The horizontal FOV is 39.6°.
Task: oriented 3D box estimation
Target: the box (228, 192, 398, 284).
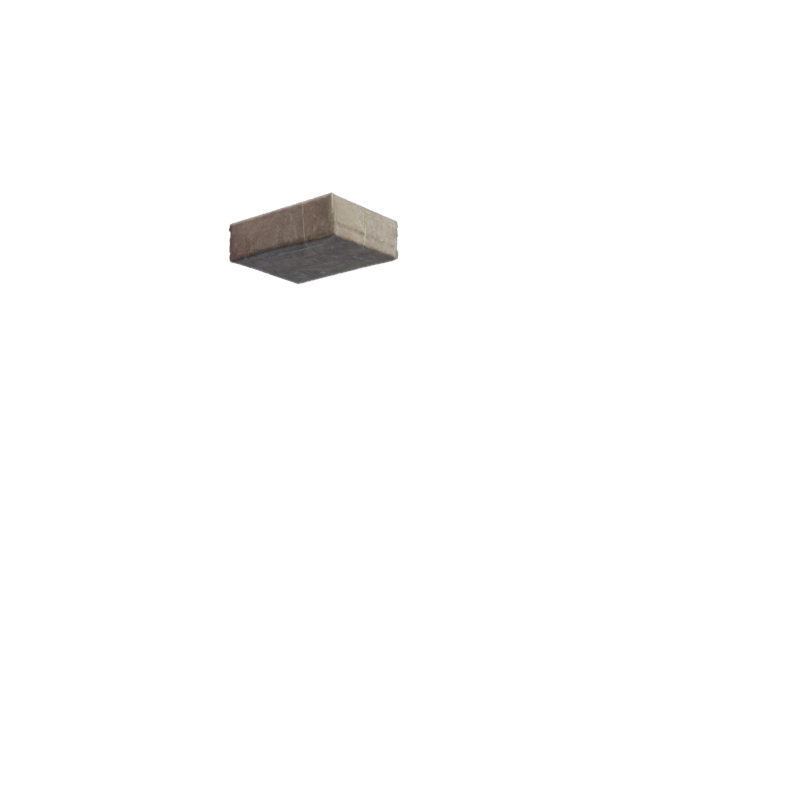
[{"bbox_3d":[-0.072,-0.131,0.917,0.116,0.040,0.085,-8,-13,36],"label":"box"}]
